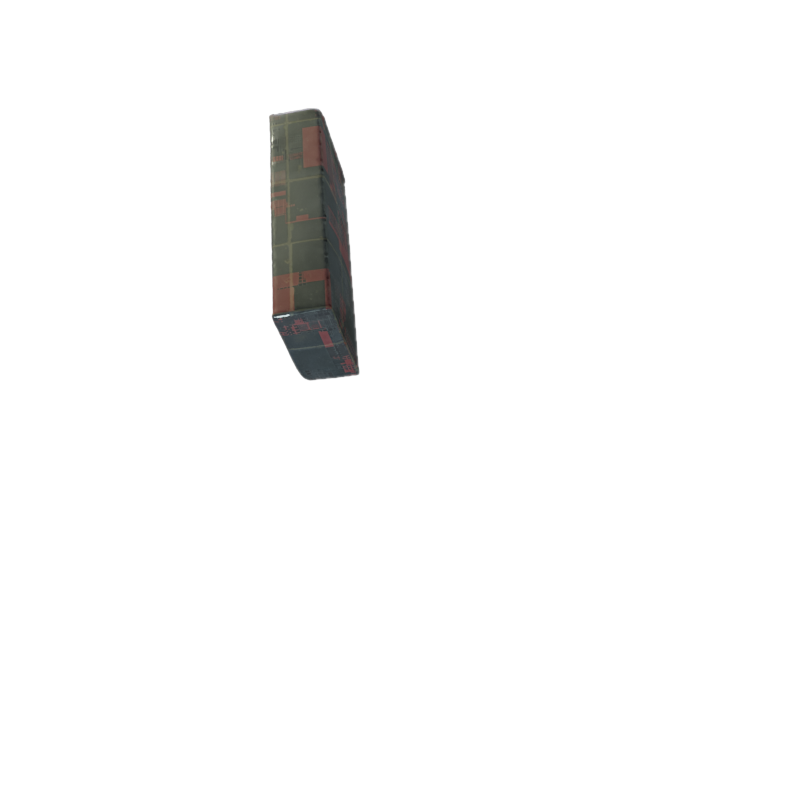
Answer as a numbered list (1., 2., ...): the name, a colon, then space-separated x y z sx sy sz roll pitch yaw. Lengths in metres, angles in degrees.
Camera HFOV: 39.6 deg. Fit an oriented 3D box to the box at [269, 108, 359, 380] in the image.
1. box: -0.061 -0.112 0.785 0.048 0.188 0.086 -8 -33 8
